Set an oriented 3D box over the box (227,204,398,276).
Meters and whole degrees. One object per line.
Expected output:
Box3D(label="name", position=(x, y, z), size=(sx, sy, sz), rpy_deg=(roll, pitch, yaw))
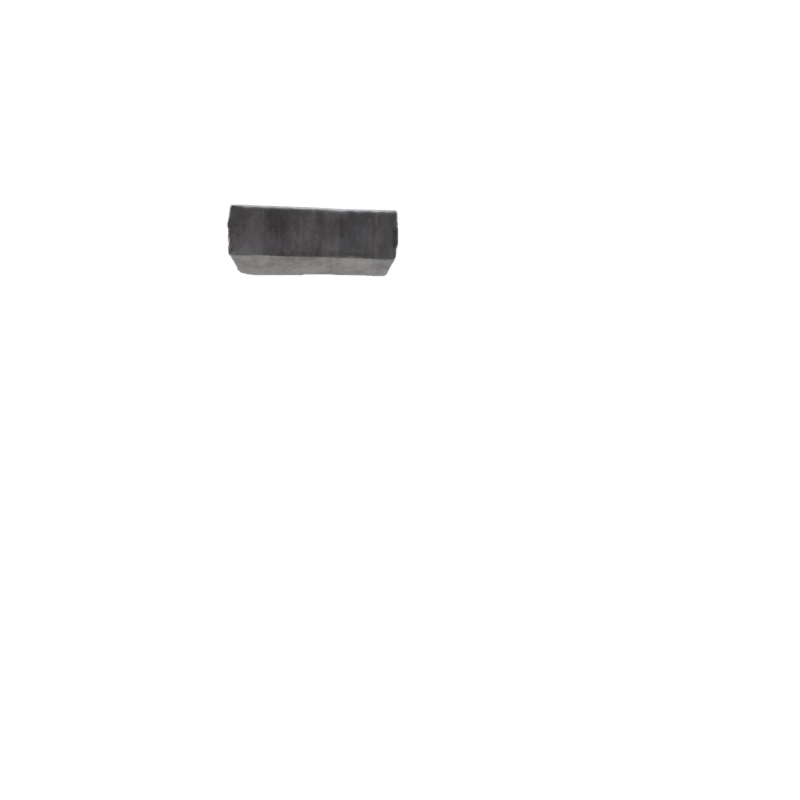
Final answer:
Box3D(label="box", position=(-0.060, -0.109, 0.766), size=(0.113, 0.039, 0.089), rpy_deg=(0, -2, -2))
